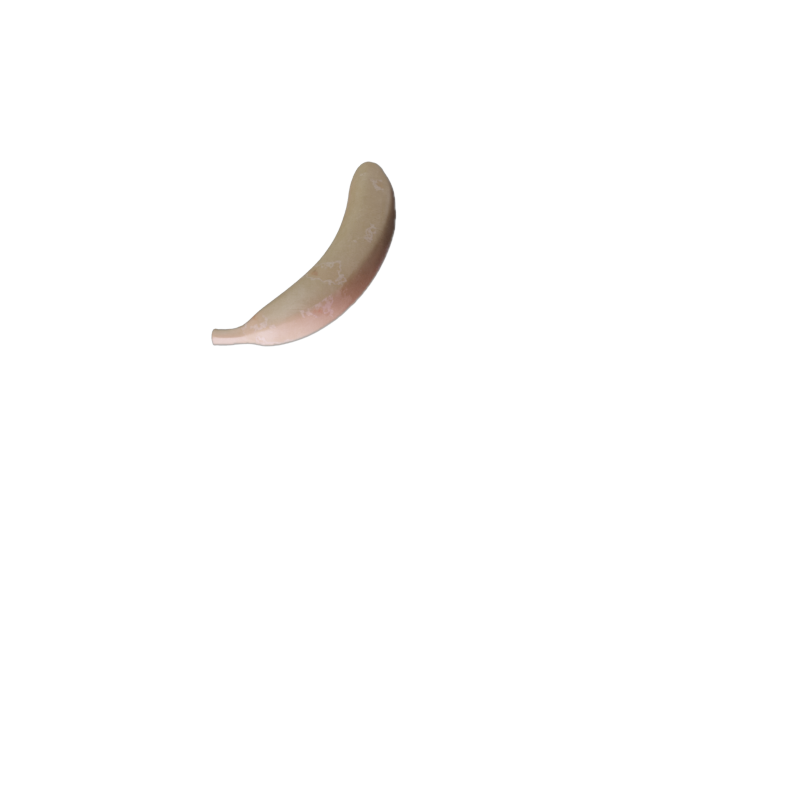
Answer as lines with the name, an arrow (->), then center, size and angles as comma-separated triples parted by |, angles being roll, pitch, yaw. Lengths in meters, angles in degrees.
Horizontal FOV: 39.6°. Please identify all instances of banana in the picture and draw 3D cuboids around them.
banana -> -0.046, -0.098, 0.756 | 0.073, 0.203, 0.034 | 24, -37, 19
